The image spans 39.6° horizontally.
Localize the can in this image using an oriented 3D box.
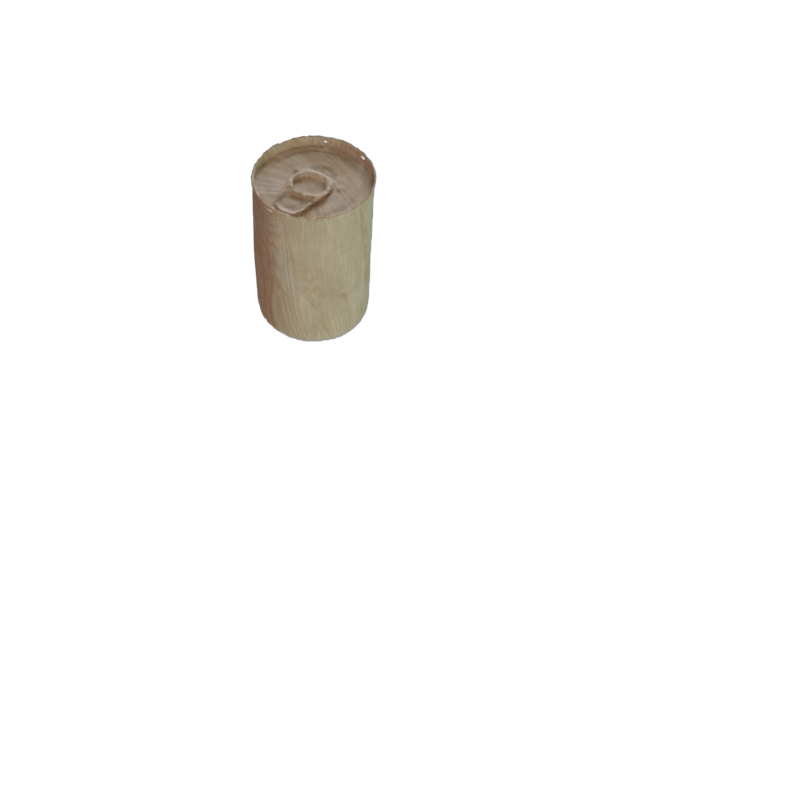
[{"bbox_3d":[-0.050,-0.090,0.633,0.068,0.074,0.095,0,-41,-3],"label":"can"}]
